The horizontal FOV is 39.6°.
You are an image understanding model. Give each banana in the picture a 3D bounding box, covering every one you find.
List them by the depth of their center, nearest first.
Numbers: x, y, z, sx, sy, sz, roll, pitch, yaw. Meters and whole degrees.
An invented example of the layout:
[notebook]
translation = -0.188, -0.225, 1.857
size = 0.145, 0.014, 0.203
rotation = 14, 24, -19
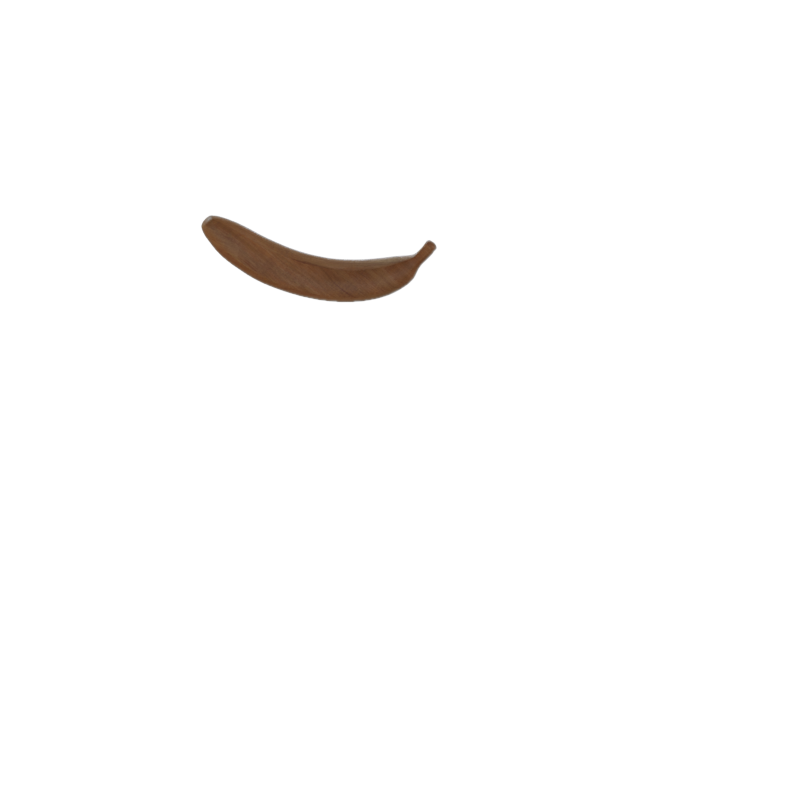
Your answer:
[banana]
translation = -0.072, -0.118, 0.948
size = 0.197, 0.066, 0.039
rotation = 5, 24, -2
